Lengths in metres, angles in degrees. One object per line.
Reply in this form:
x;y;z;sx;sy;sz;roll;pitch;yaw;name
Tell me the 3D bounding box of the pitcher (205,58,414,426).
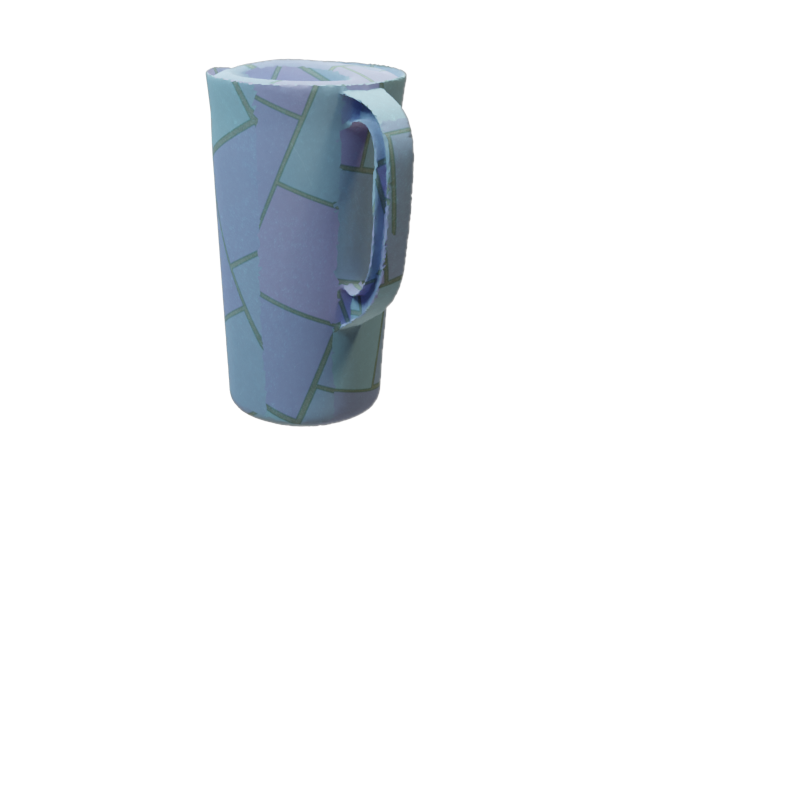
-0.059;-0.108;0.755;0.147;0.234;0.153;3;18;7;pitcher
